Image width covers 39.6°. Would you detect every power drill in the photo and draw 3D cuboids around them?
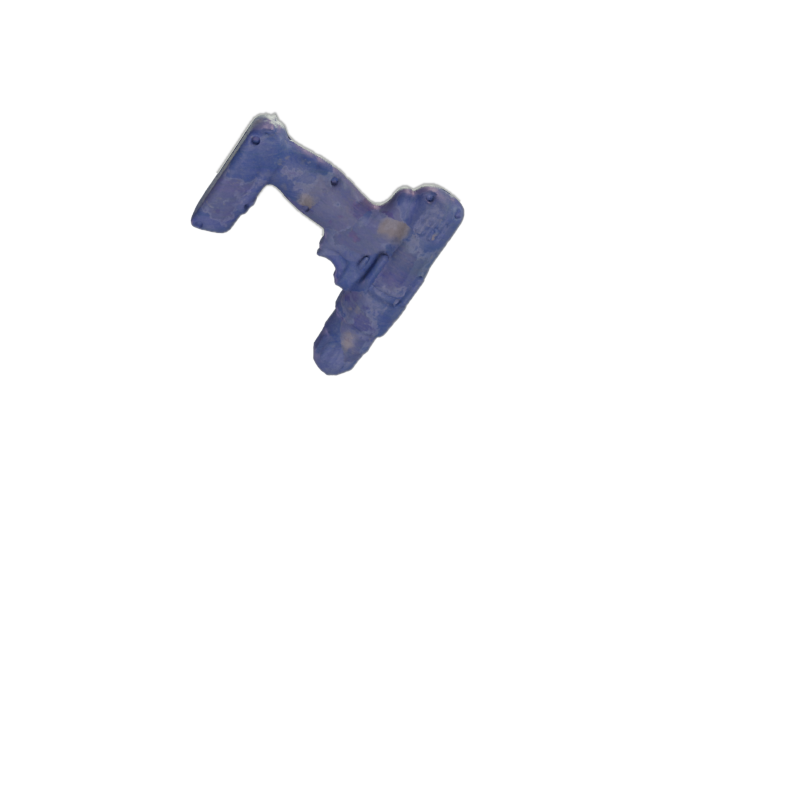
[{"bbox_3d":[-0.070,-0.127,0.888,0.183,0.181,0.060,31,18,-12],"label":"power drill"}]
